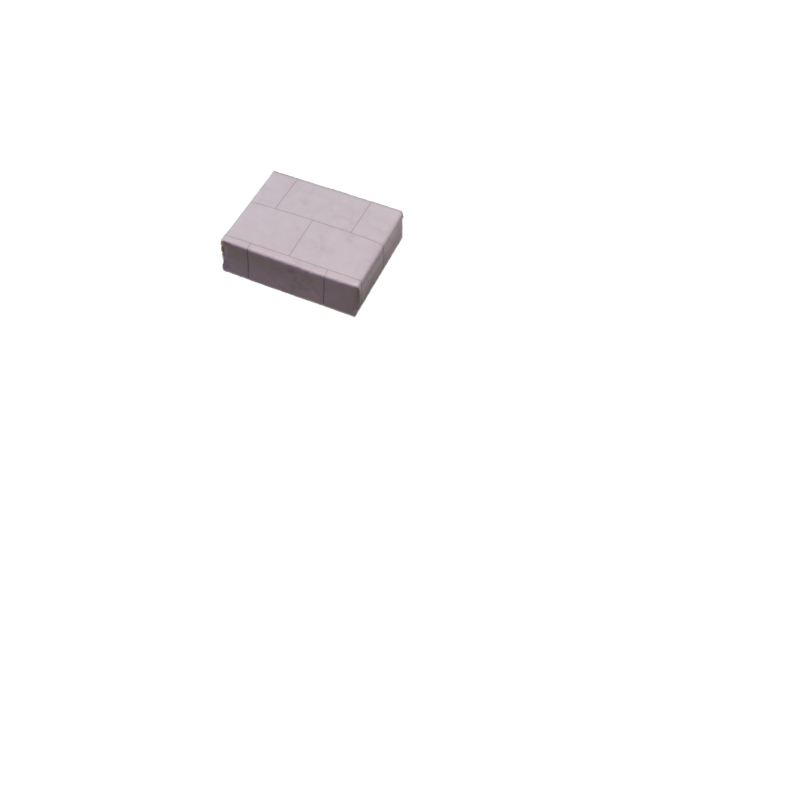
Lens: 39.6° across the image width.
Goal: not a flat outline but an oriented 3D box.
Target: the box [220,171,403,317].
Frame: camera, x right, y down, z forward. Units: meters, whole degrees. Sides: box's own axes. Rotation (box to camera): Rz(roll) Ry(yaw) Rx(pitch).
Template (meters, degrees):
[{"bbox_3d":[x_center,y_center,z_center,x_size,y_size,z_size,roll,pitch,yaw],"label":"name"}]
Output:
[{"bbox_3d":[-0.065,-0.119,0.835,0.117,0.036,0.093,17,48,16],"label":"box"}]
